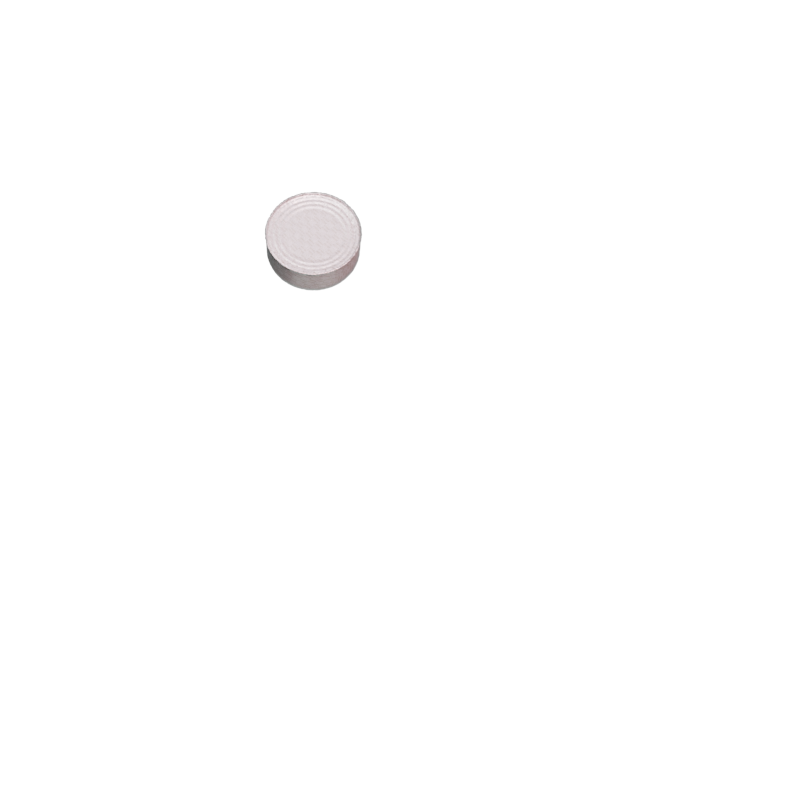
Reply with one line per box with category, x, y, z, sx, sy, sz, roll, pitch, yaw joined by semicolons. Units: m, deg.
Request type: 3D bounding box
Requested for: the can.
can;-0.078;-0.142;0.993;0.086;0.091;0.032;-1;-29;-1
